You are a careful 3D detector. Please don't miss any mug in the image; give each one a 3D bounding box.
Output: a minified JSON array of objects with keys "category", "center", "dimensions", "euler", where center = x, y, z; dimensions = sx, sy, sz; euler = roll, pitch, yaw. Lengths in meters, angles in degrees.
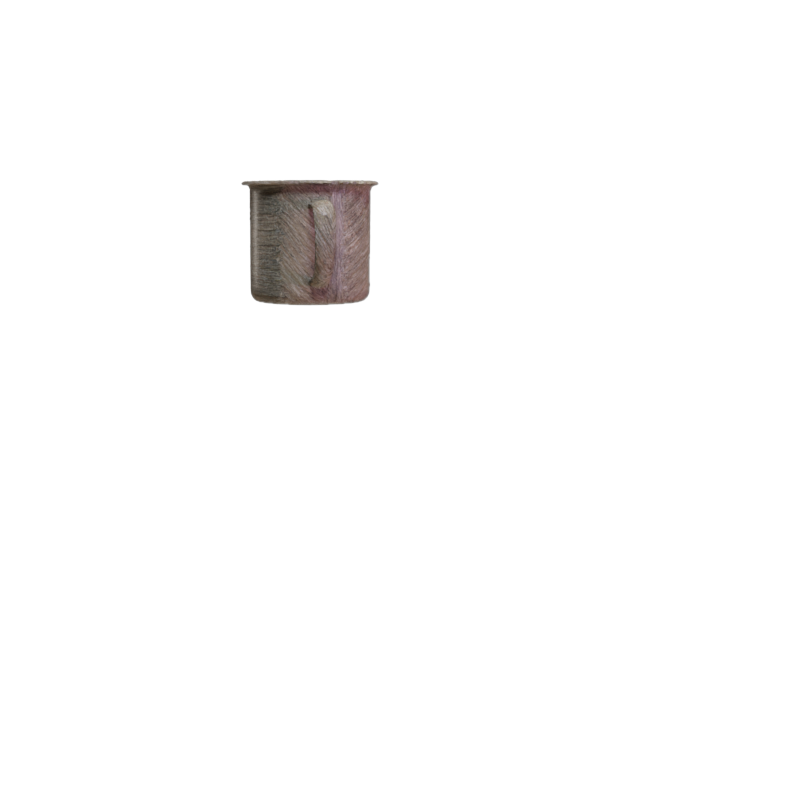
[{"category":"mug","center":[-0.058,-0.106,0.744],"dimensions":[0.092,0.081,0.120],"euler":[-1,7,-14]}]
